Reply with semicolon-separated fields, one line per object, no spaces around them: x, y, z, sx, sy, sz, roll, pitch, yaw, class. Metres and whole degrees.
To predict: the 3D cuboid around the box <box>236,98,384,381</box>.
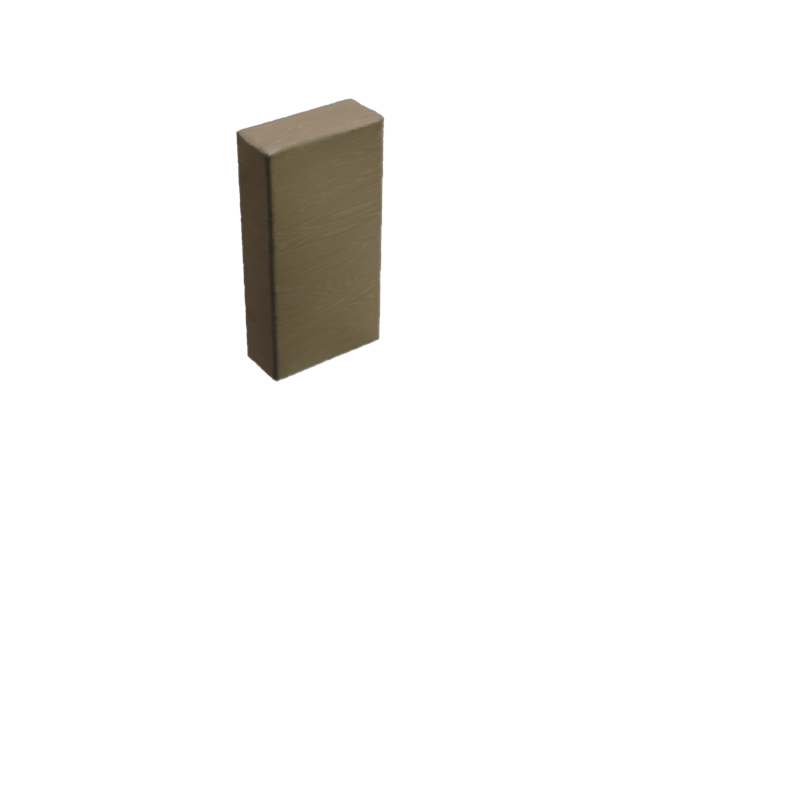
-0.059;-0.107;0.749;0.092;0.165;0.052;-23;42;-30;box
